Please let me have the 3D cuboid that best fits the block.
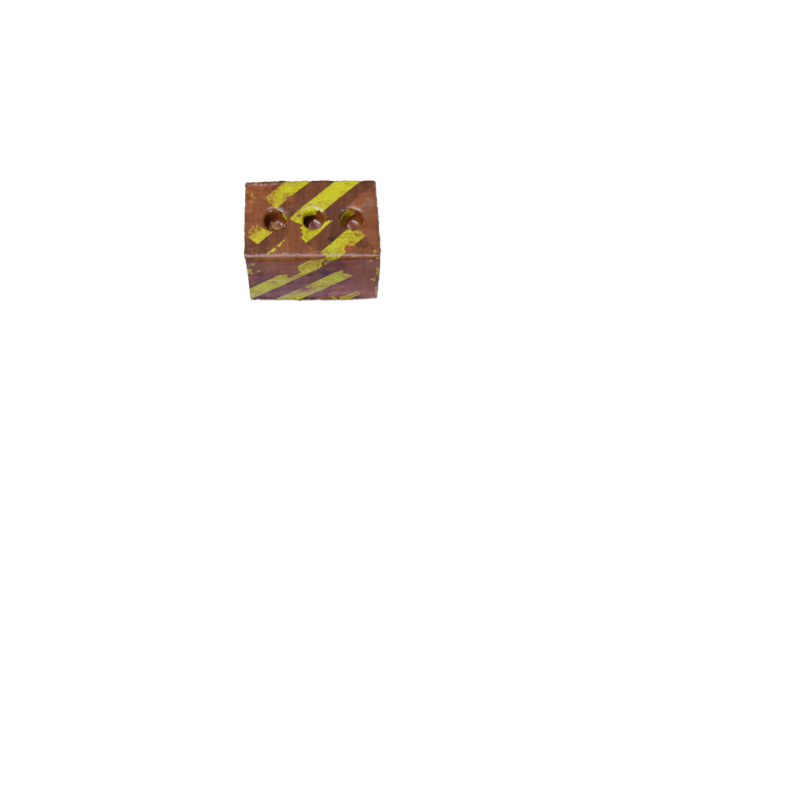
[{"bbox_3d":[-0.050,-0.092,0.645,0.078,0.056,0.048,-1,-28,-2],"label":"block"}]
